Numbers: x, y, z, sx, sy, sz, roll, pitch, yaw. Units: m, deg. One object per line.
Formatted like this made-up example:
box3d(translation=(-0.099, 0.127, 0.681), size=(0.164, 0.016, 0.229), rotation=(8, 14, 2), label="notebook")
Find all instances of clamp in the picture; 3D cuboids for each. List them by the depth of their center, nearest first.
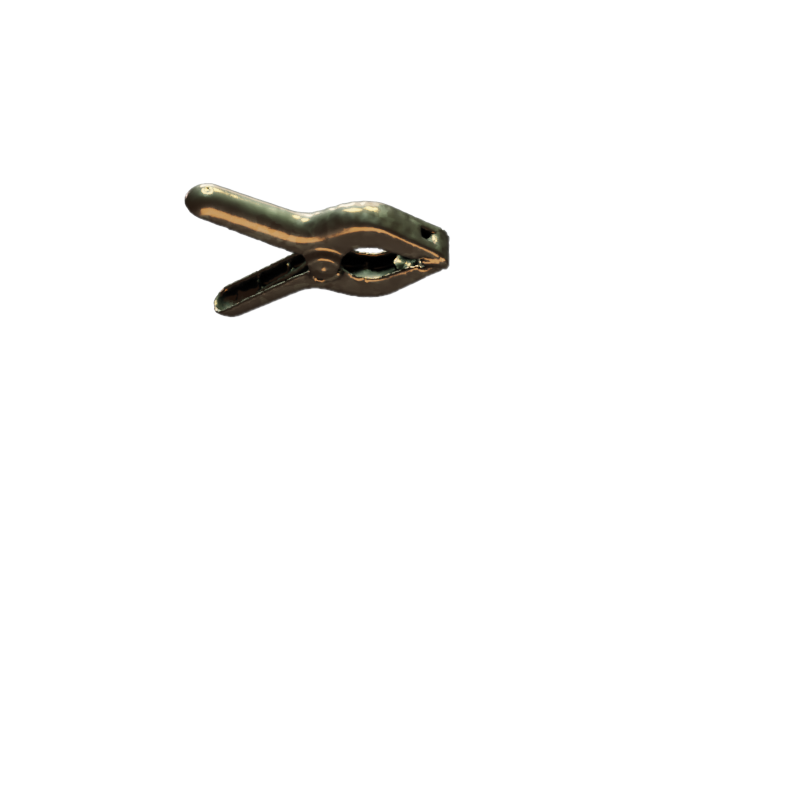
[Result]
box3d(translation=(-0.057, -0.103, 0.722), size=(0.173, 0.042, 0.111), rotation=(-7, -32, 11), label="clamp")
